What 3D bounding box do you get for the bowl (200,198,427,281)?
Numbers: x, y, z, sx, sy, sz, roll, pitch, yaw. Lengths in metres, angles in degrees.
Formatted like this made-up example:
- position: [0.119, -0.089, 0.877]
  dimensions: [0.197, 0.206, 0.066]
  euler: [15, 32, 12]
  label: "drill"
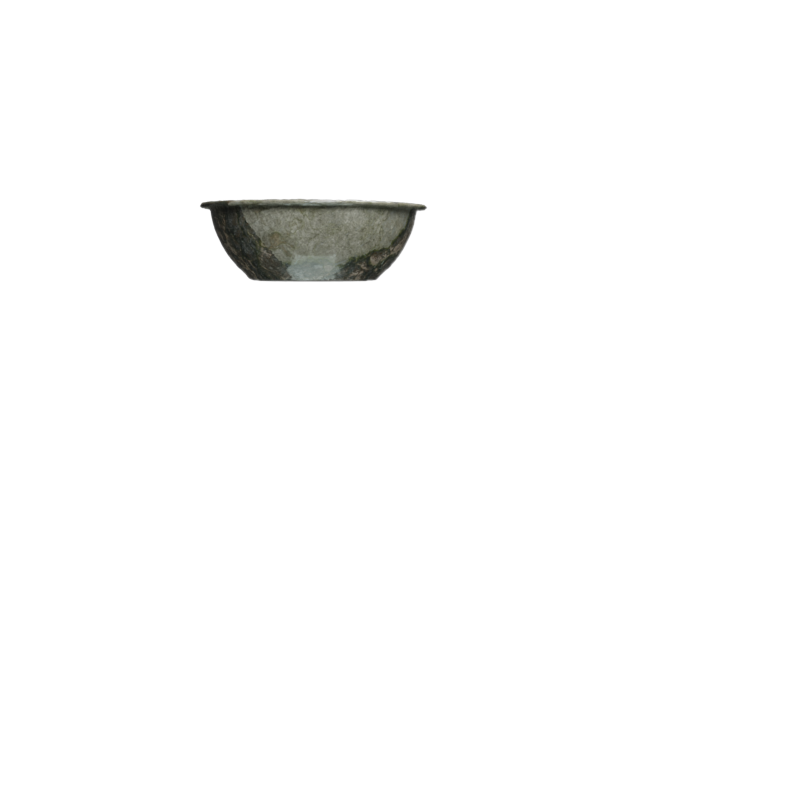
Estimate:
- position: [-0.062, -0.113, 0.792]
  dimensions: [0.162, 0.055, 0.164]
  euler: [0, 7, -2]
  label: "bowl"
